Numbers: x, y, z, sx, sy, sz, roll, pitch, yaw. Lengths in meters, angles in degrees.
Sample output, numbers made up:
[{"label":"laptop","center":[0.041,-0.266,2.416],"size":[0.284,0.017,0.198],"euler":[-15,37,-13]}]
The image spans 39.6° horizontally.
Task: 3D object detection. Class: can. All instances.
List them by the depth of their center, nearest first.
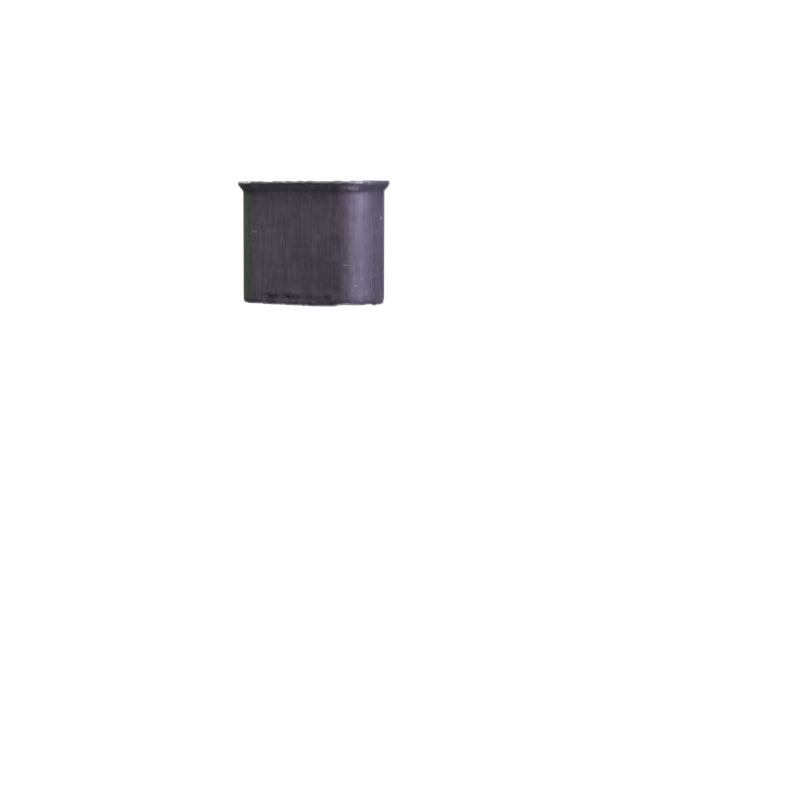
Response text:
[{"label":"can","center":[-0.060,-0.109,0.760],"size":[0.105,0.083,0.056],"euler":[4,6,24]}]
